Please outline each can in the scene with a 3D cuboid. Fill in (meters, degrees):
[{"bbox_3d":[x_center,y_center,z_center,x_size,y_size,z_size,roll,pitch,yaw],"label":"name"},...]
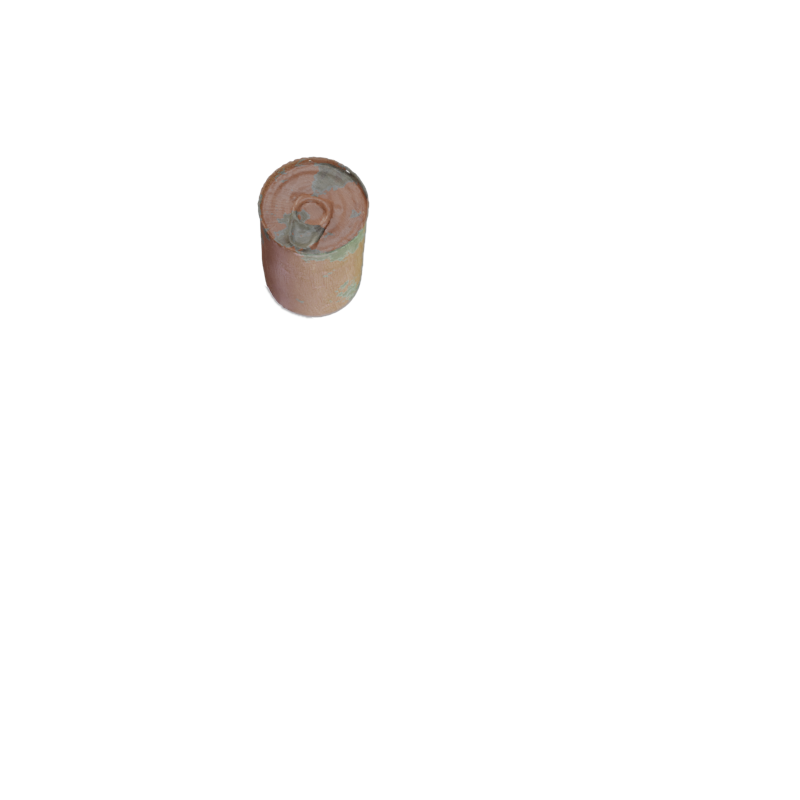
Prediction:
[{"bbox_3d":[-0.056,-0.103,0.718,0.068,0.072,0.097,0,-22,-3],"label":"can"}]
